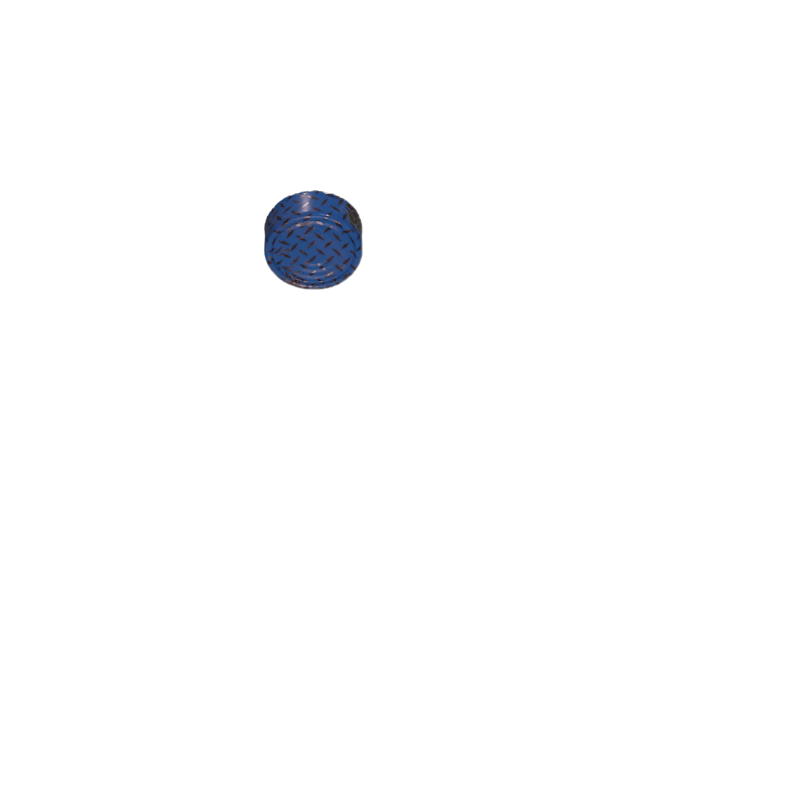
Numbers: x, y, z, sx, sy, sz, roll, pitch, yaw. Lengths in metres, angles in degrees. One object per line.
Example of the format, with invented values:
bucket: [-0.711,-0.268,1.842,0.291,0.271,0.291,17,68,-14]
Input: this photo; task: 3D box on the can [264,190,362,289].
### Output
can: [-0.075,-0.136,0.953,0.086,0.080,0.036,1,42,-1]
